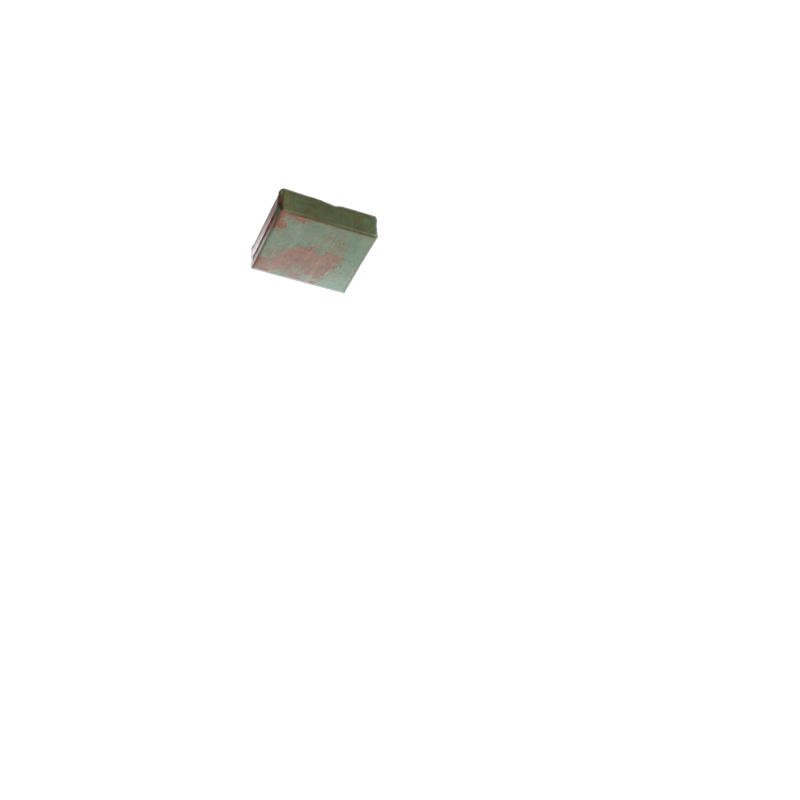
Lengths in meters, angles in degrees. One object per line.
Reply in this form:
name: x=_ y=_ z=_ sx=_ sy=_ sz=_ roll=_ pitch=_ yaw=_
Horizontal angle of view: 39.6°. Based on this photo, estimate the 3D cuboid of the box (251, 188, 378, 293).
box: x=-0.074 y=-0.134 z=0.938 sx=0.087 sy=0.032 sz=0.070 roll=16 pitch=-46 yaw=-16
